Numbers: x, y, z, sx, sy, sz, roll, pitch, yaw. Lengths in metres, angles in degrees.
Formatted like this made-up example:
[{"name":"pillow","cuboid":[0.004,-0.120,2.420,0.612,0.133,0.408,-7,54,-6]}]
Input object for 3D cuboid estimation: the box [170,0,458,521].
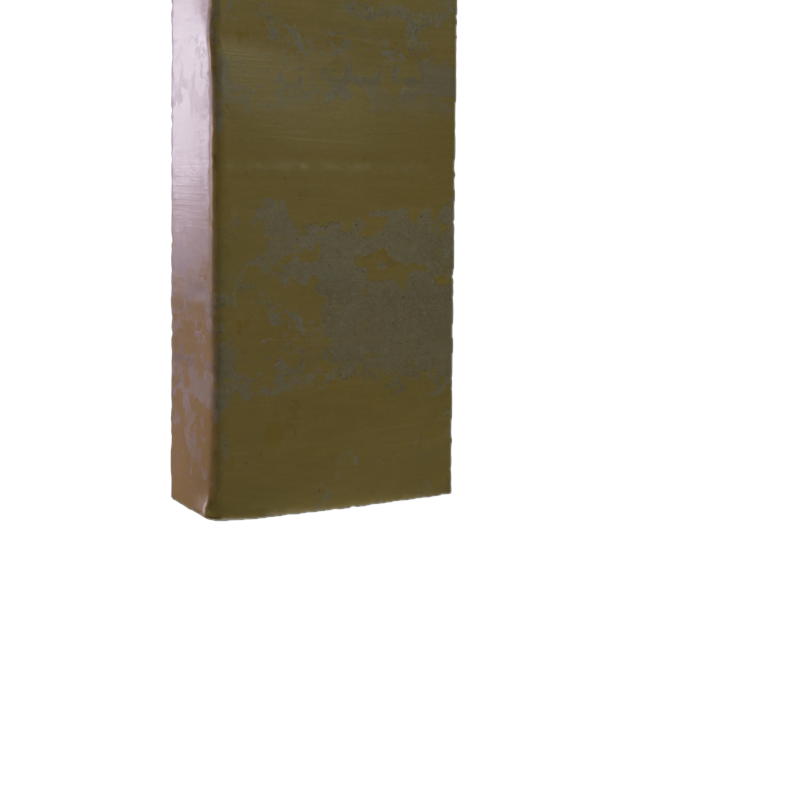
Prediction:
[{"name":"box","cuboid":[-0.029,-0.054,0.376,0.090,0.176,0.050,-1,1,-30]}]
